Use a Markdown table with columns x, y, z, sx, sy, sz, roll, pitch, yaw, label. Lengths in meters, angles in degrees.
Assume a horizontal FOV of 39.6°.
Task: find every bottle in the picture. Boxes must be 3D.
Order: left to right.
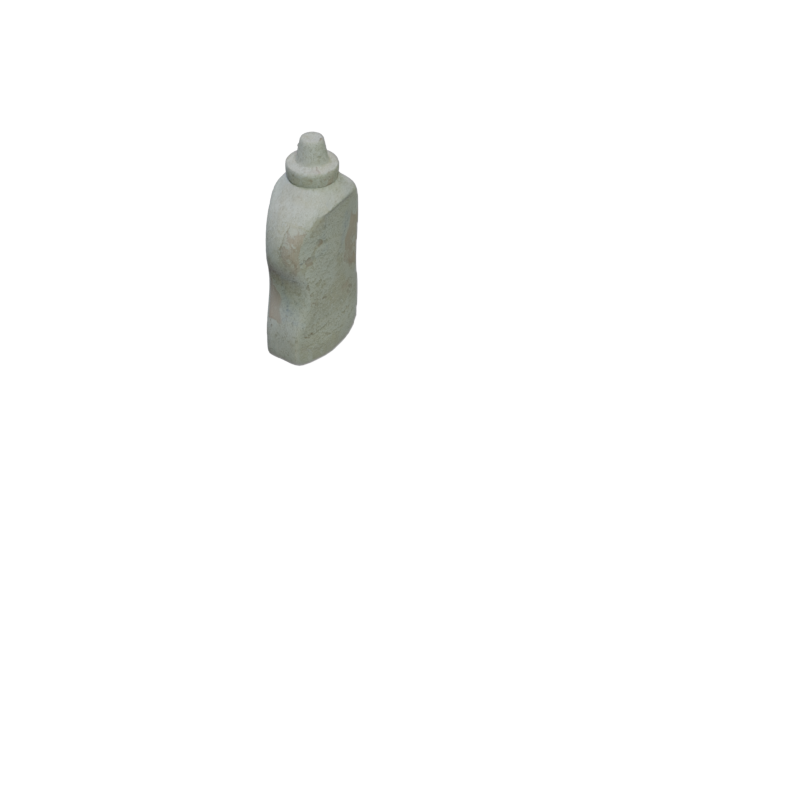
| x | y | z | sx | sy | sz | roll | pitch | yaw | label |
| --- | --- | --- | --- | --- | --- | --- | --- | --- | --- |
| -0.069 | -0.126 | 0.881 | 0.061 | 0.179 | 0.098 | 23 | 44 | 23 | bottle |
